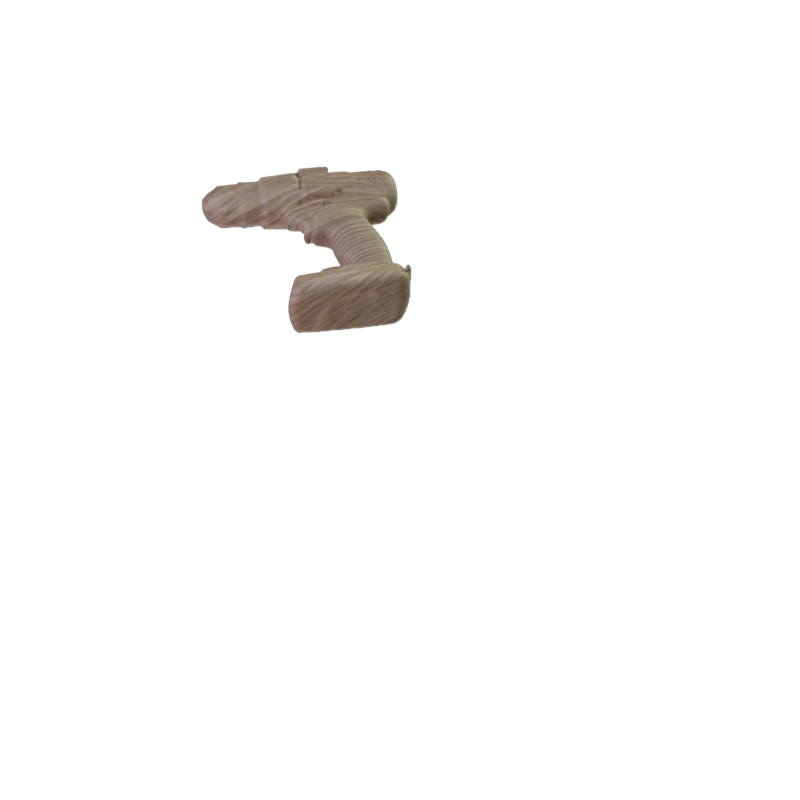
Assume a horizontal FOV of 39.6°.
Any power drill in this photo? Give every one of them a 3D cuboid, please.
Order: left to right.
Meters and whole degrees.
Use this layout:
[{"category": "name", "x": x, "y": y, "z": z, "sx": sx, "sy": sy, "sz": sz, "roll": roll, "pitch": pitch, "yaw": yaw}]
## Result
[{"category": "power drill", "x": -0.077, "y": -0.141, "z": 0.989, "sx": 0.183, "sy": 0.053, "sz": 0.203, "roll": -8, "pitch": 43, "yaw": -9}]
